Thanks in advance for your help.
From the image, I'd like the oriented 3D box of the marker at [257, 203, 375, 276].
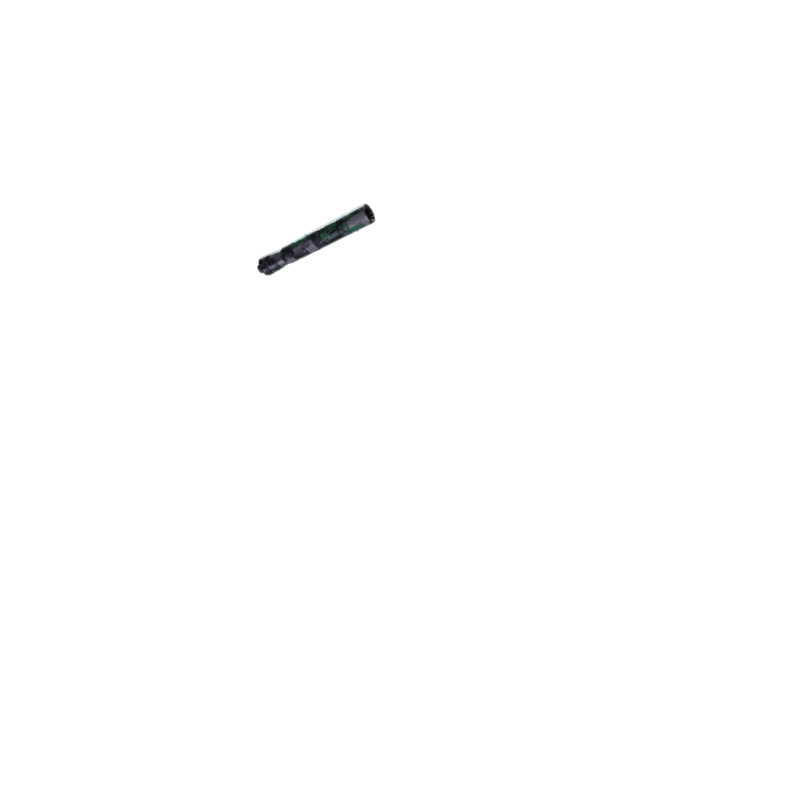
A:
[{"bbox_3d":[-0.077,-0.140,0.978,0.121,0.020,0.019,-23,-7,26],"label":"marker"}]
